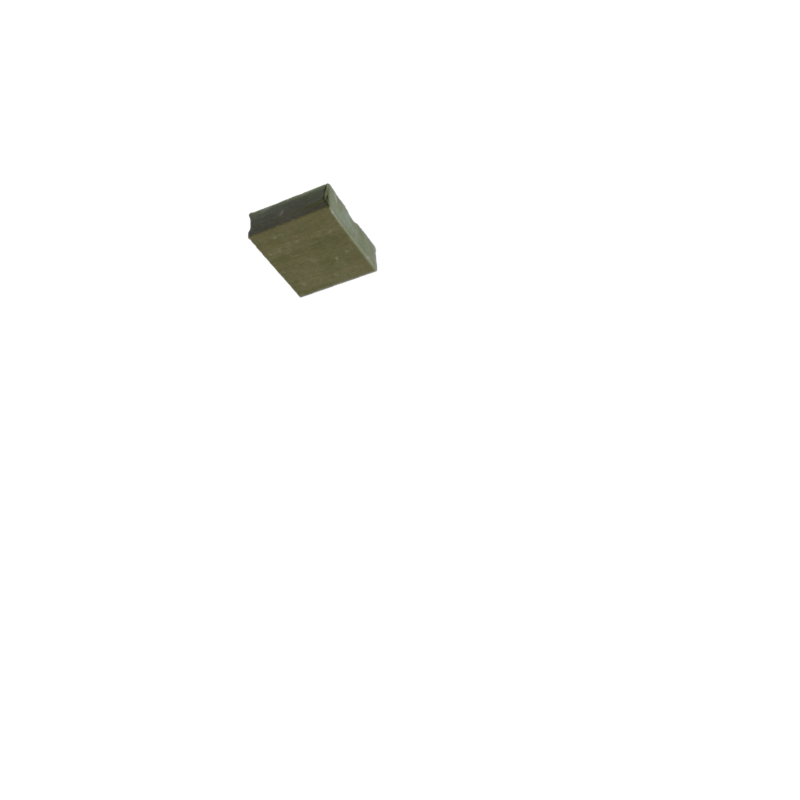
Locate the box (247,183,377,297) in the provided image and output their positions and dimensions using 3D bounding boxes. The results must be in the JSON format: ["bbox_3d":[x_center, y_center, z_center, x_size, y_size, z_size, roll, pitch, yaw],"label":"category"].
[{"bbox_3d":[-0.070,-0.128,0.897,0.074,0.032,0.082,-18,-42,21],"label":"box"}]
